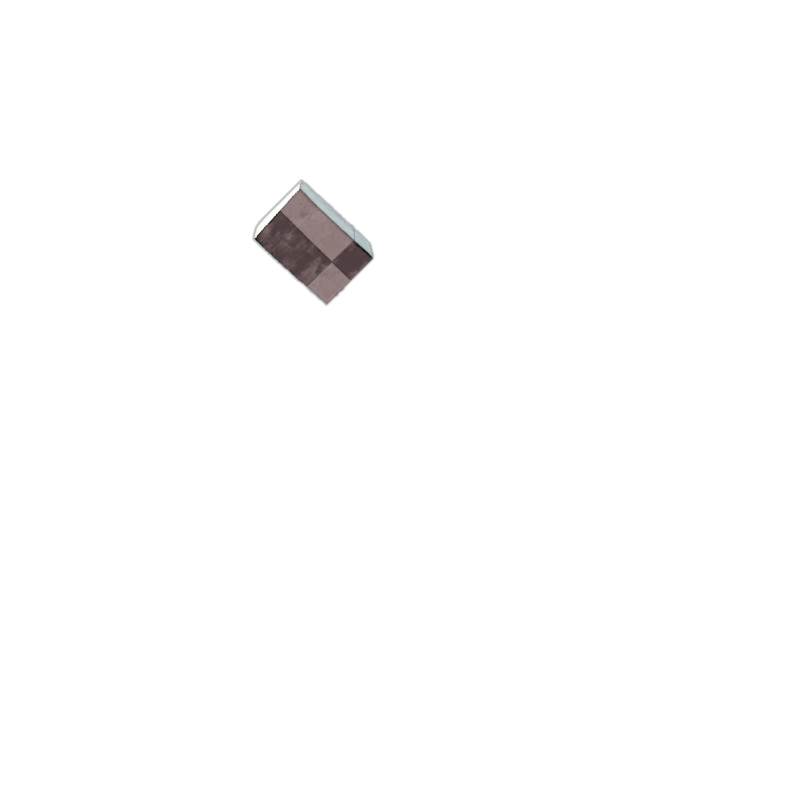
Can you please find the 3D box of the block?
[{"bbox_3d":[-0.066,-0.120,0.843,0.076,0.052,0.053,43,10,-11],"label":"block"}]
